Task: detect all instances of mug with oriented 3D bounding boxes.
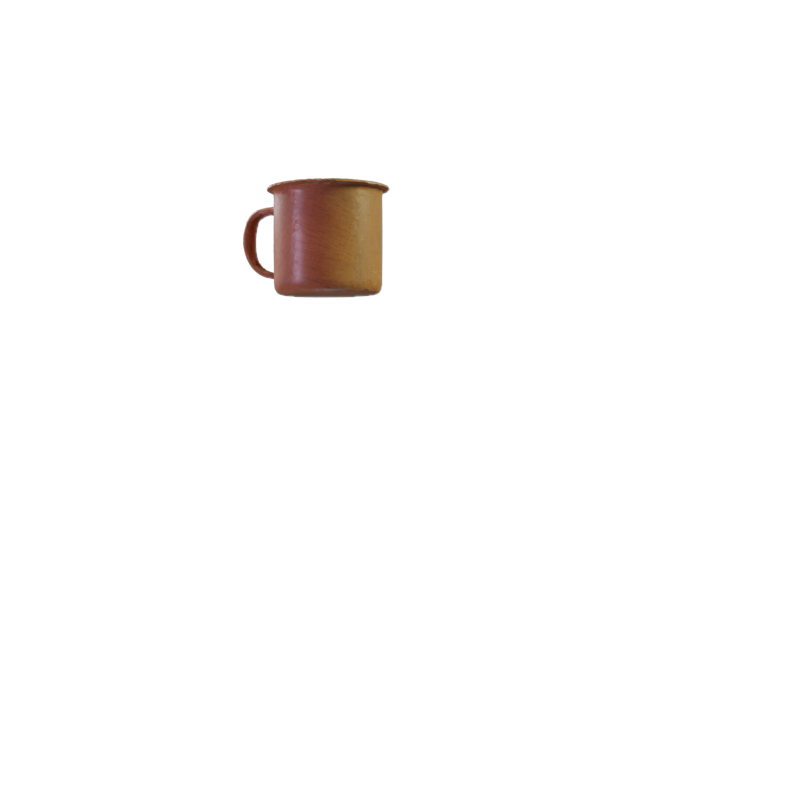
[{"bbox_3d":[-0.066,-0.120,0.838,0.120,0.082,0.090,0,-1,20],"label":"mug"}]
